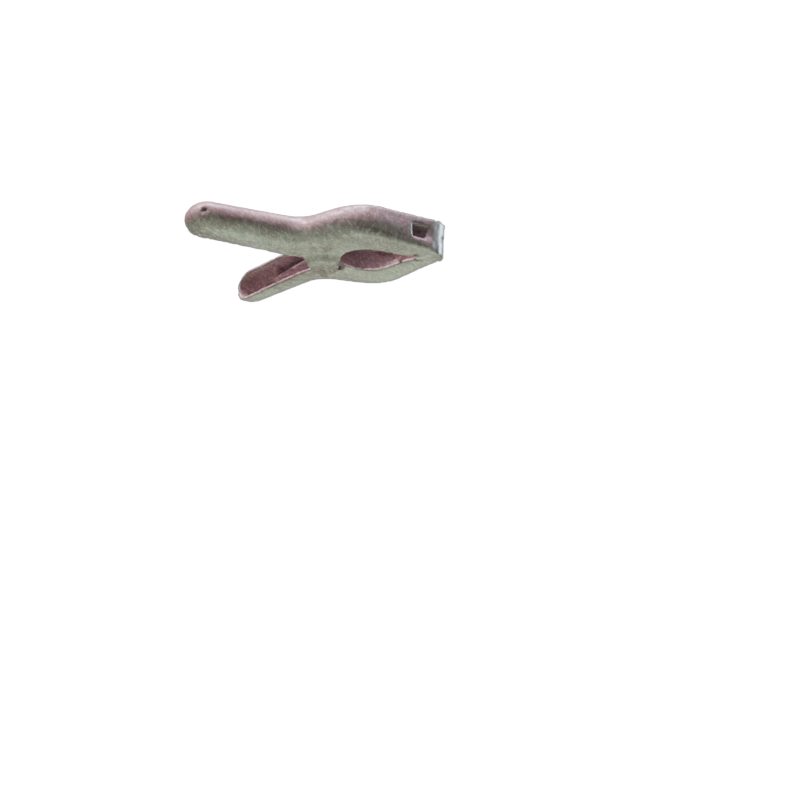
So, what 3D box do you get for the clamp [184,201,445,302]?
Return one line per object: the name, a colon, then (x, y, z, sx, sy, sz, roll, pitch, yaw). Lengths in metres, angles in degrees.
clamp: (-0.059, -0.108, 0.757, 0.175, 0.041, 0.112, -7, -19, 22)
